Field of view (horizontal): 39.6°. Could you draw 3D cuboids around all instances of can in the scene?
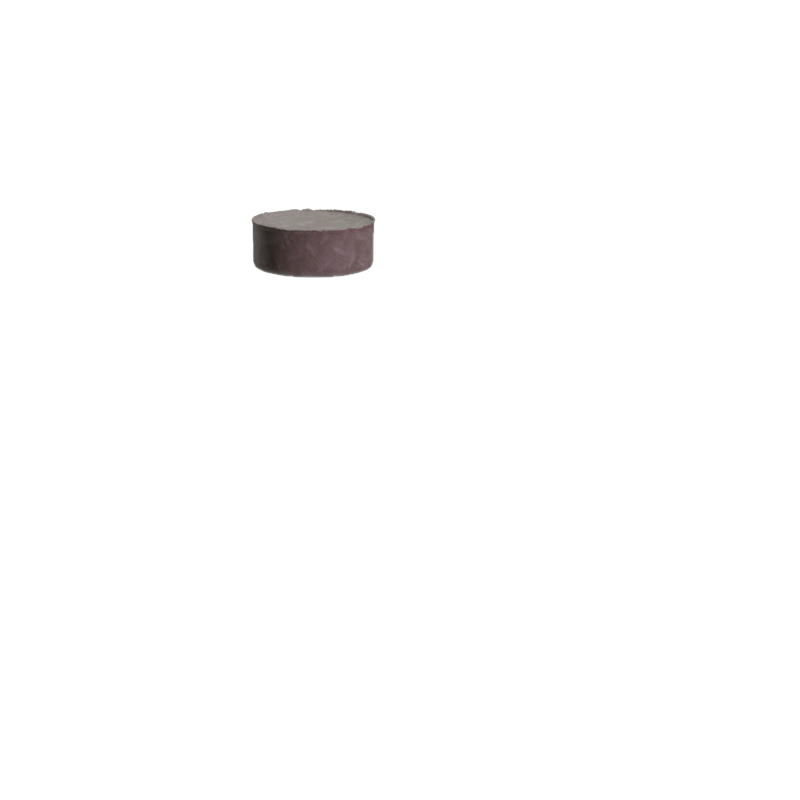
[{"bbox_3d":[-0.060,-0.110,0.772,0.086,0.032,0.089,-1,18,-2],"label":"can"}]
